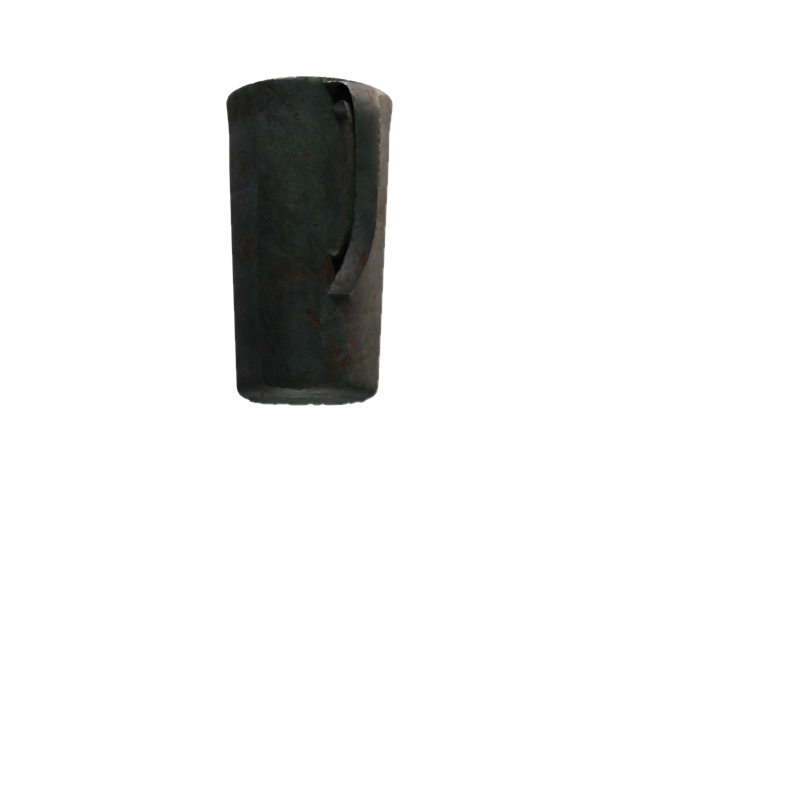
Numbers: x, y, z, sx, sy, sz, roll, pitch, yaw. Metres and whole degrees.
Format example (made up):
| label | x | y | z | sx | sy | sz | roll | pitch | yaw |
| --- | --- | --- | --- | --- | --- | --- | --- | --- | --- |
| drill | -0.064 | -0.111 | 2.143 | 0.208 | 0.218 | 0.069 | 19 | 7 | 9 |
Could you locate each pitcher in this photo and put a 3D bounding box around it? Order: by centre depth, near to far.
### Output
| label | x | y | z | sx | sy | sz | roll | pitch | yaw |
| --- | --- | --- | --- | --- | --- | --- | --- | --- | --- |
| pitcher | -0.067 | -0.122 | 0.852 | 0.148 | 0.250 | 0.142 | -4 | -10 | 17 |
